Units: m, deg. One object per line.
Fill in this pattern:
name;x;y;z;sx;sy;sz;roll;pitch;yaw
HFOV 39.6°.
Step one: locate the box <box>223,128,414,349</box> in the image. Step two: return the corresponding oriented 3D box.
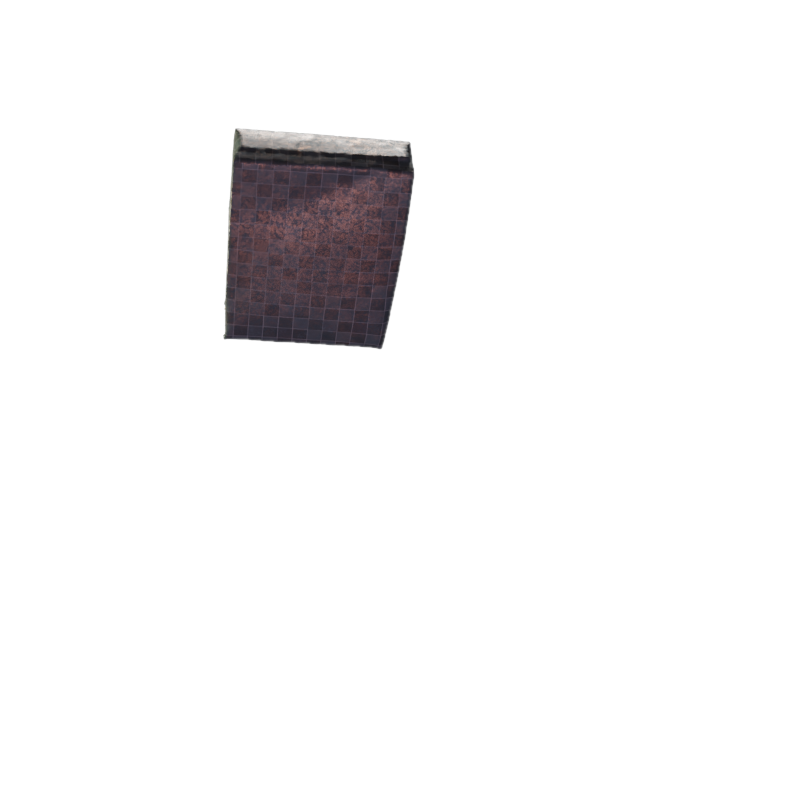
box;-0.045;-0.082;0.572;0.089;0.107;0.041;5;34;-4
